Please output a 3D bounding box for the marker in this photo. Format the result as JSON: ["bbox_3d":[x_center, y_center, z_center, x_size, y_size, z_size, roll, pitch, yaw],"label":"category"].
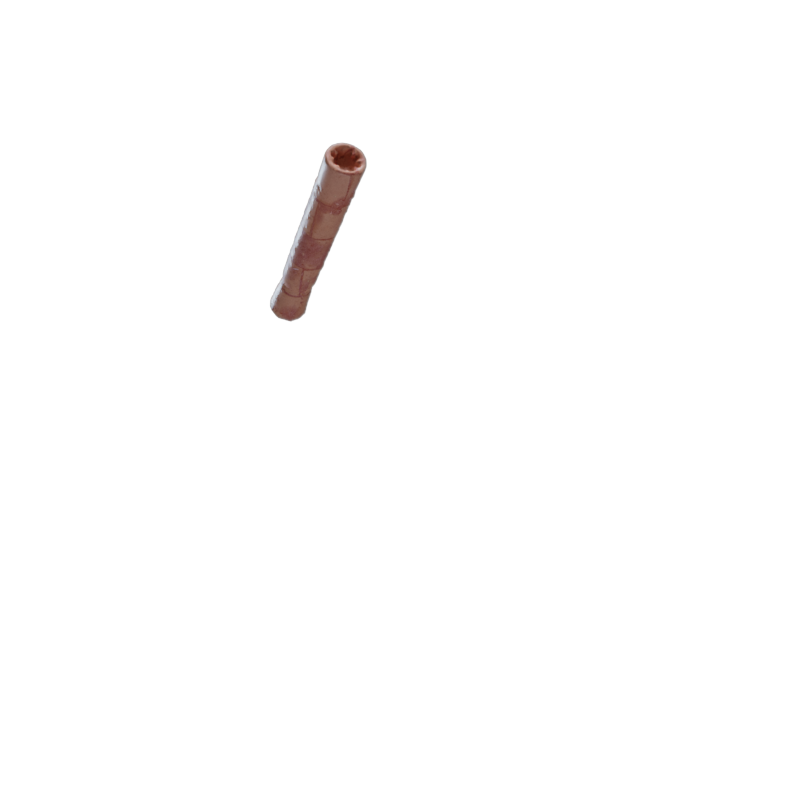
[{"bbox_3d":[-0.041,-0.074,0.519,0.019,0.021,0.115,0,-30,-21],"label":"marker"}]
